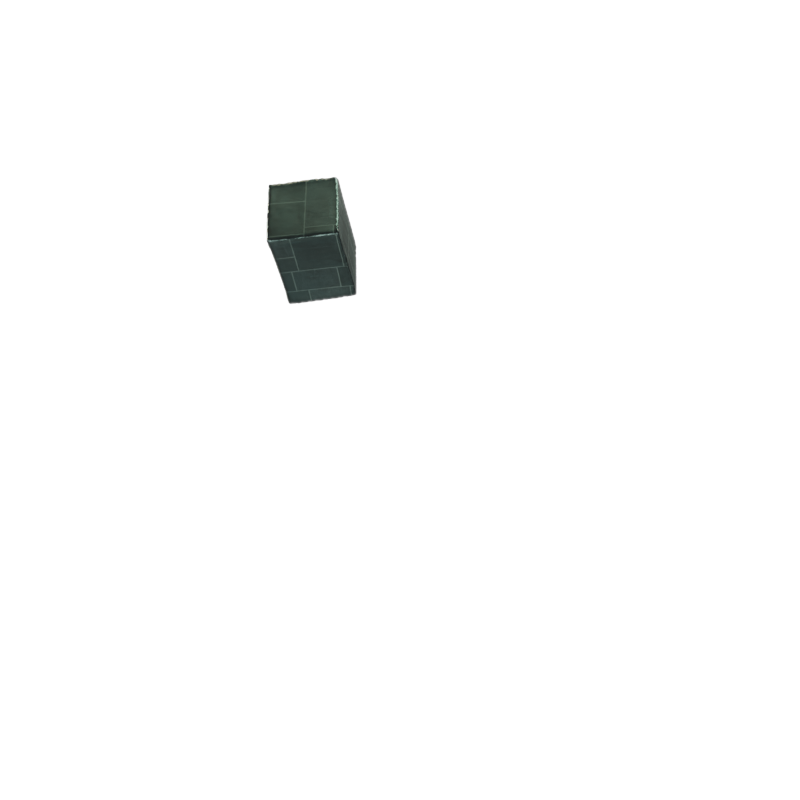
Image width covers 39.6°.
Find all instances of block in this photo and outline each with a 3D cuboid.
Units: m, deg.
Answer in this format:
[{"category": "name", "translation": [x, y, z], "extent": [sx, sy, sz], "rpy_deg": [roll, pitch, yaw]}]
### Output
[{"category": "block", "translation": [-0.063, -0.114, 0.801], "extent": [0.053, 0.055, 0.072], "rpy_deg": [-6, -35, 6]}]
